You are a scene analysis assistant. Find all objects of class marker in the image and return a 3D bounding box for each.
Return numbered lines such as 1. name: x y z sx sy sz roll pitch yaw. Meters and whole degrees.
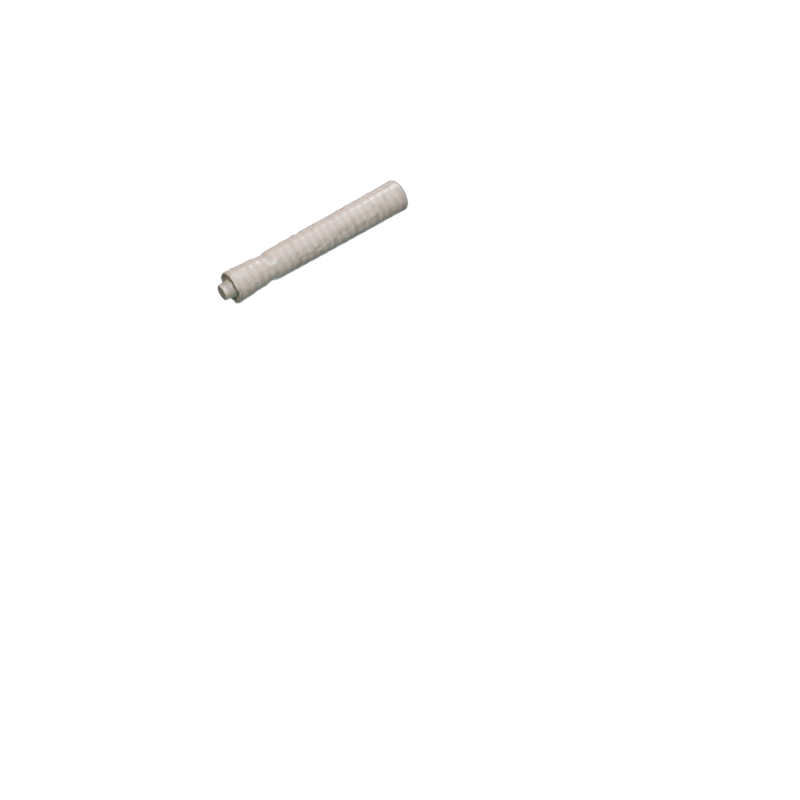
1. marker: -0.048 -0.087 0.609 0.121 0.019 0.020 -33 18 -23
